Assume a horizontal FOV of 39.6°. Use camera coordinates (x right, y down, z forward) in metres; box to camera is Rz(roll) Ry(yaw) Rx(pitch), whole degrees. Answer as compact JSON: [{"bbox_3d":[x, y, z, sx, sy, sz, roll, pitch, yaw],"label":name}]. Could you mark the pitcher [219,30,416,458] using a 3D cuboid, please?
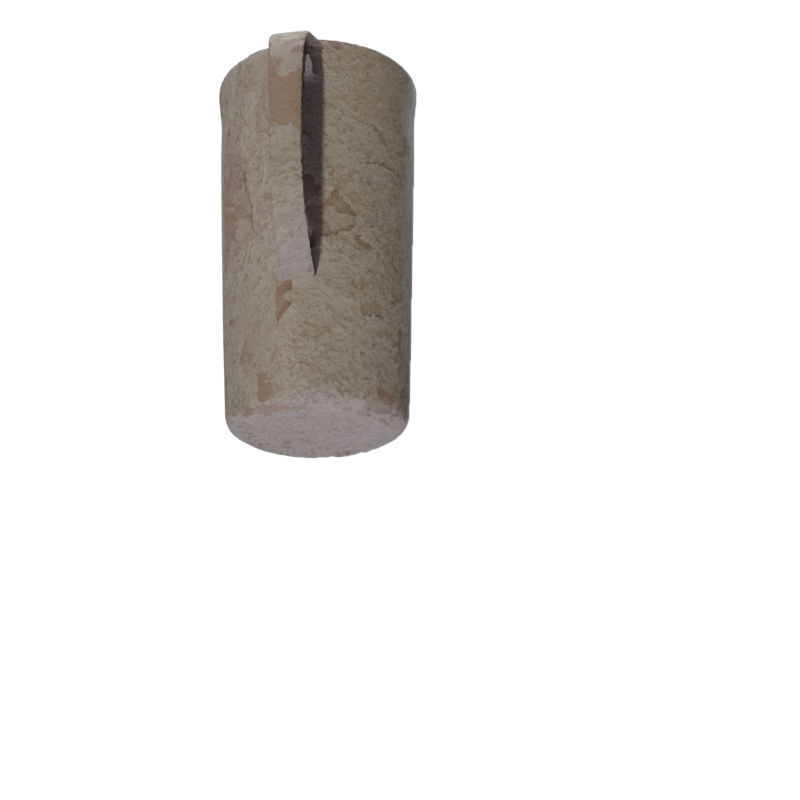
[{"bbox_3d":[-0.054,-0.098,0.689,0.141,0.257,0.144,17,-31,-34],"label":"pitcher"}]
